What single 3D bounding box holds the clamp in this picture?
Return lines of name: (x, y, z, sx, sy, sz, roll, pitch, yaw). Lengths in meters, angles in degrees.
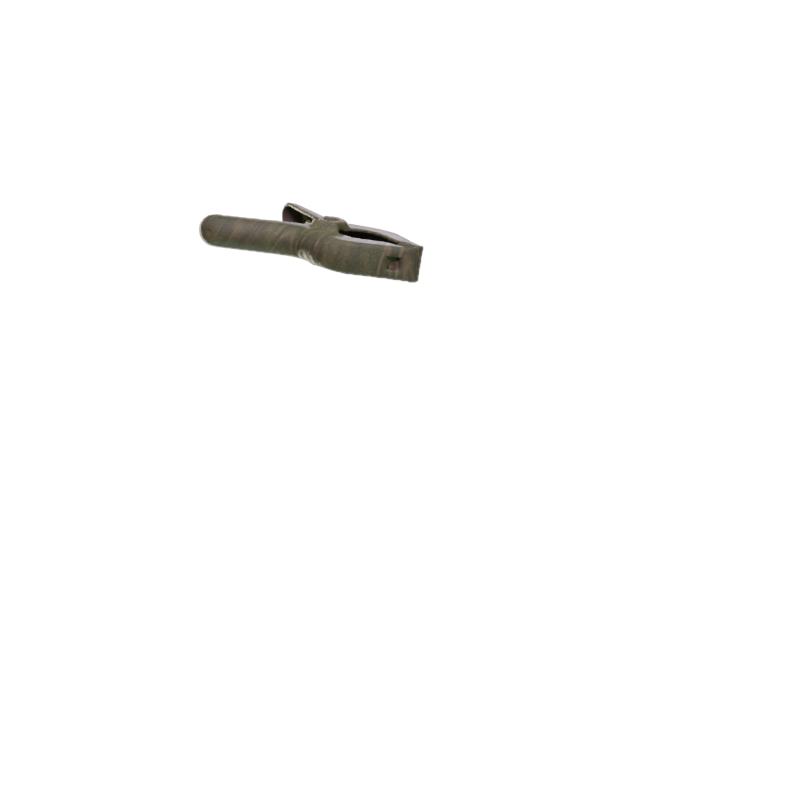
clamp: (-0.066, -0.121, 0.848, 0.181, 0.038, 0.118, 19, 29, 39)
